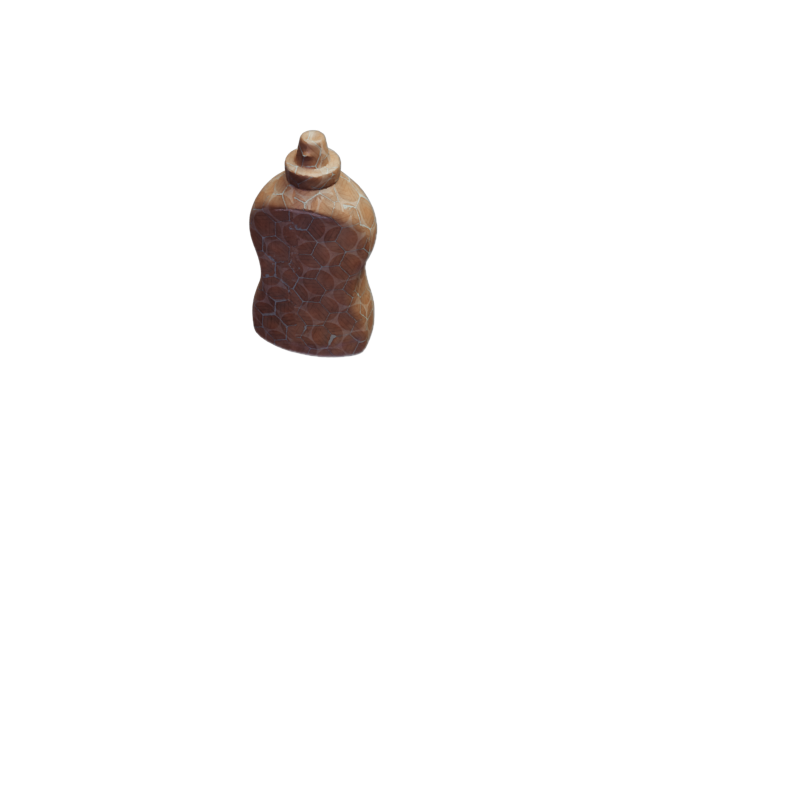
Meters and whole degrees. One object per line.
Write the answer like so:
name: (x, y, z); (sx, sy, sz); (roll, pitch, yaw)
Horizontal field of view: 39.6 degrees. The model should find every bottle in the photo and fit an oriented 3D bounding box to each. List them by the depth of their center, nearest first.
bottle: (-0.066, -0.120, 0.844); (0.098, 0.179, 0.061); (13, 42, 11)
